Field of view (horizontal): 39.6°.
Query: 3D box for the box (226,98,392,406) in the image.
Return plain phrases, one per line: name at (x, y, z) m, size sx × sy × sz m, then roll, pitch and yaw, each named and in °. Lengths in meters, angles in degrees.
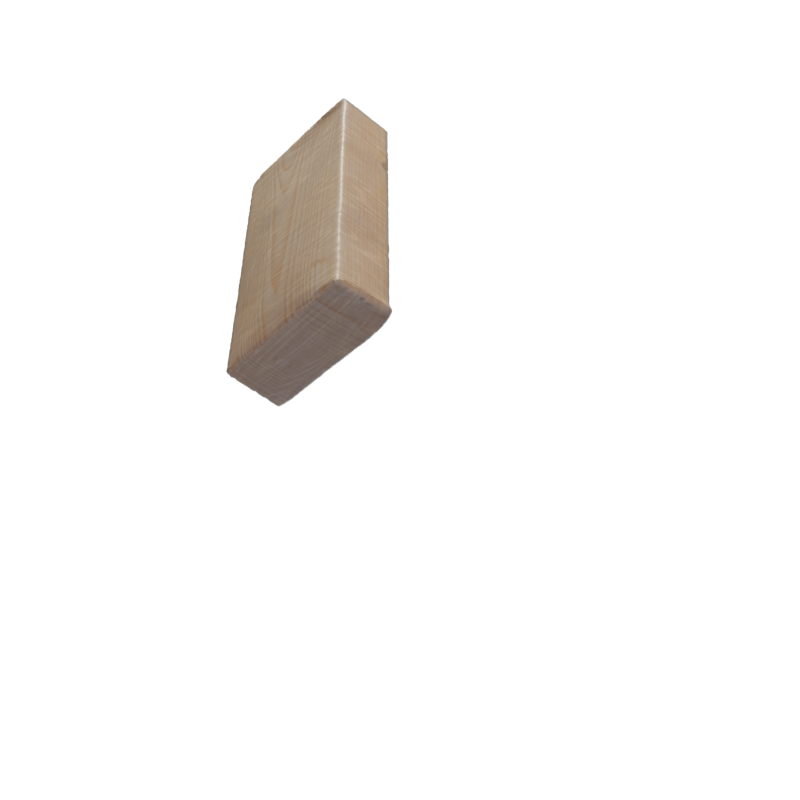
box at (-0.051, -0.092, 0.644) m, size 0.045 × 0.189 × 0.092 m, roll 34°, pitch -57°, yaw -31°
